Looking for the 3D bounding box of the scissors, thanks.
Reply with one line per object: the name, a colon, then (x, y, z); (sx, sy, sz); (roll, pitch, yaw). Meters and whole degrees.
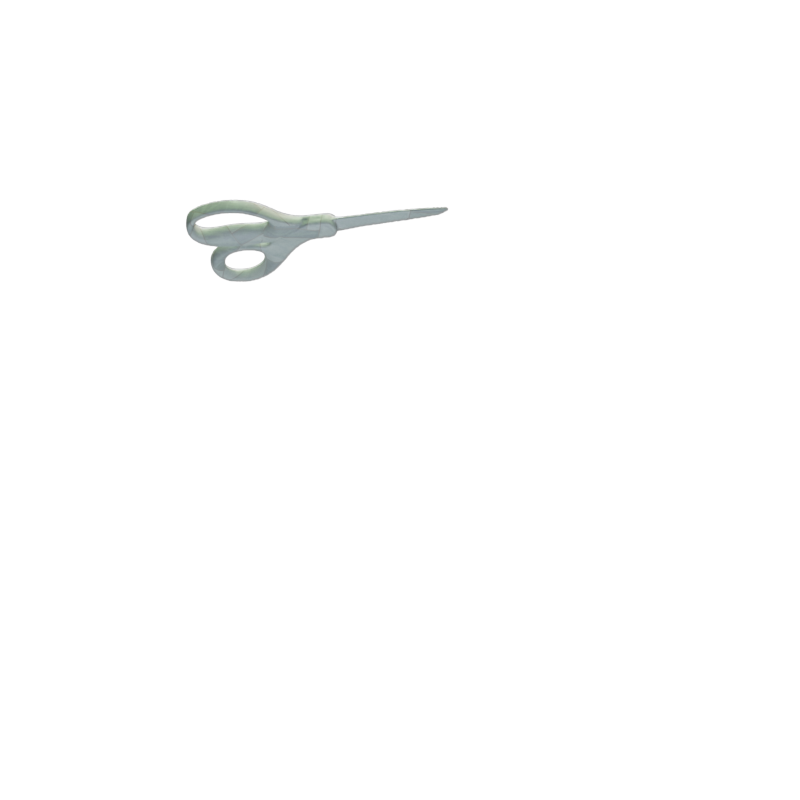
scissors: (-0.069, -0.126, 0.883); (0.200, 0.017, 0.090); (3, -36, -4)
